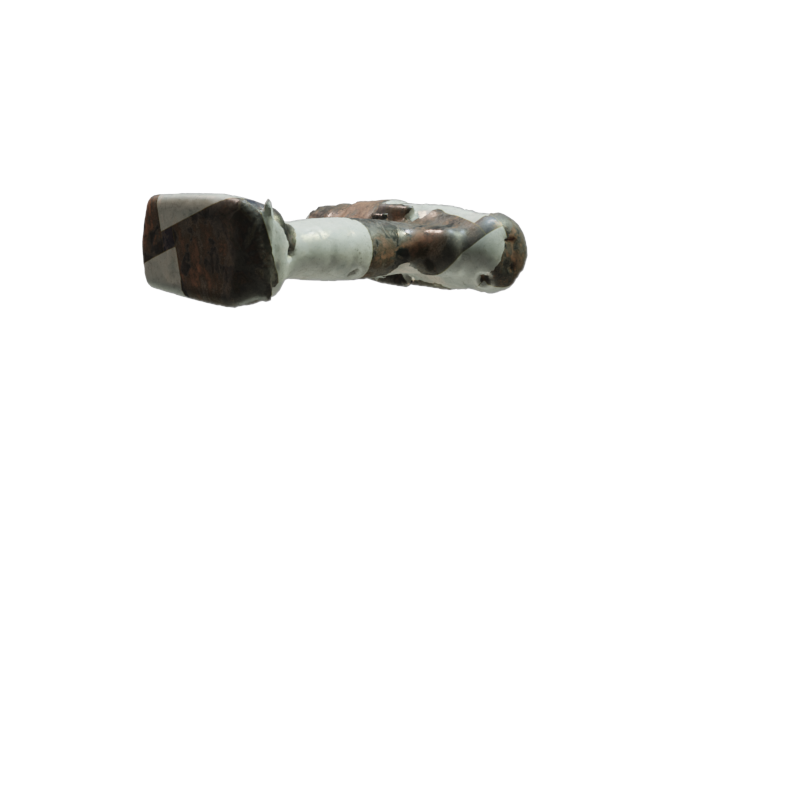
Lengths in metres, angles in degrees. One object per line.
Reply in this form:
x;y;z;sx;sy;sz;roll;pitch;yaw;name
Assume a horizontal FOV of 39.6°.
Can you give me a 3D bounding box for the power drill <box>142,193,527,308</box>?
-0.050;-0.092;0.643;0.182;0.056;0.193;-8;13;-39;power drill
